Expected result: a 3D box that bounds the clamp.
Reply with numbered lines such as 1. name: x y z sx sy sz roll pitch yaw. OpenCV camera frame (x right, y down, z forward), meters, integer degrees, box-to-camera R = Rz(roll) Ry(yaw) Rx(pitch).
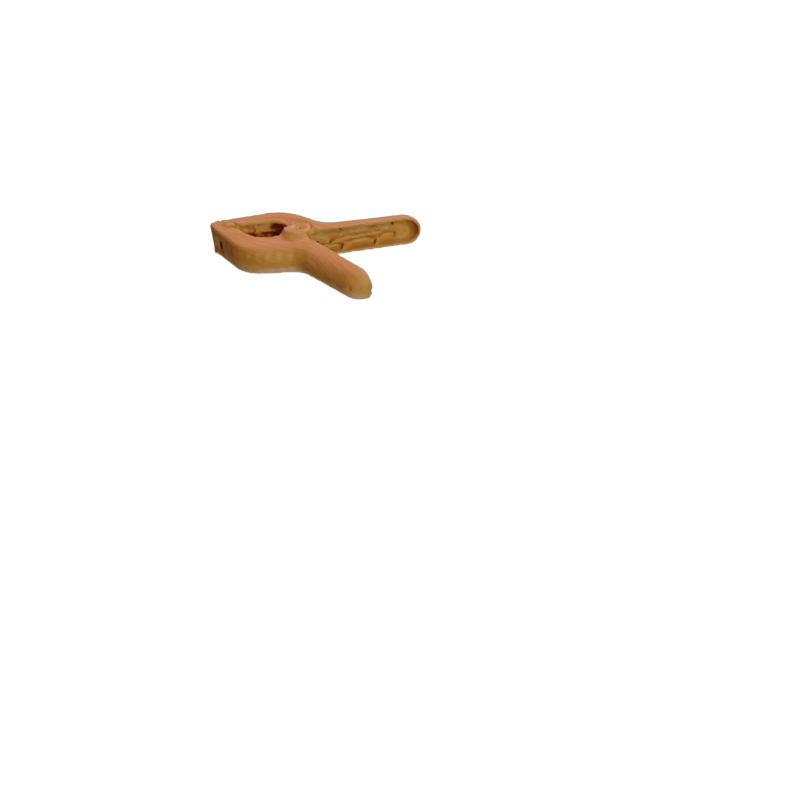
1. clamp: -0.071 -0.129 0.906 0.180 0.037 0.121 16 32 28
